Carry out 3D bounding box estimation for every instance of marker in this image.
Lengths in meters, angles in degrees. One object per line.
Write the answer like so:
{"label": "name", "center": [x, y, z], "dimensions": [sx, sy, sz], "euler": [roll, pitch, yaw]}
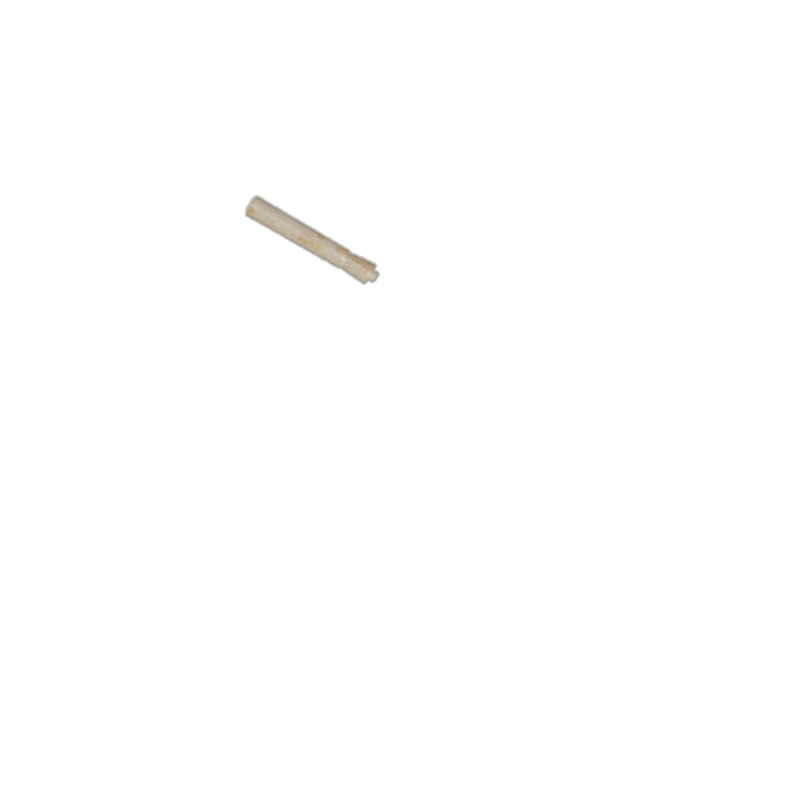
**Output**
{"label": "marker", "center": [-0.072, -0.131, 0.916], "dimensions": [0.123, 0.020, 0.020], "euler": [31, 7, 8]}
